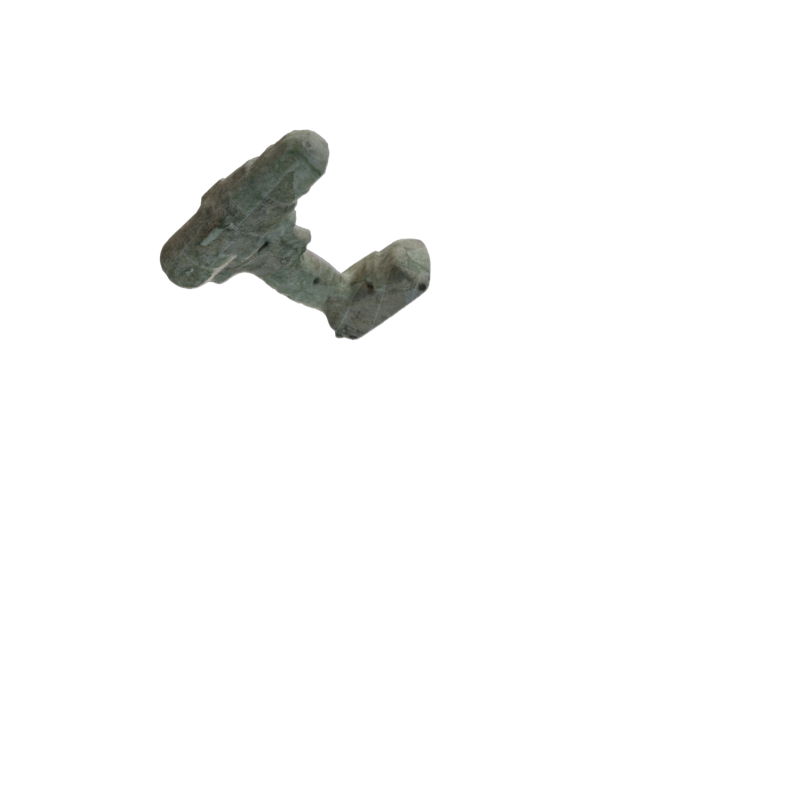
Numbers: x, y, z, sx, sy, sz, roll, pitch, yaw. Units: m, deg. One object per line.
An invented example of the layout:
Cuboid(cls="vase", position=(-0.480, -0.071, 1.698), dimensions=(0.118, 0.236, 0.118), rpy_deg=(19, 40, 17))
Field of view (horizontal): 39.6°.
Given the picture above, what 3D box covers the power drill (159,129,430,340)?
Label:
Cuboid(cls="power drill", position=(-0.068, -0.124, 0.867), dimensions=(0.177, 0.061, 0.183), rpy_deg=(25, -41, -33))
